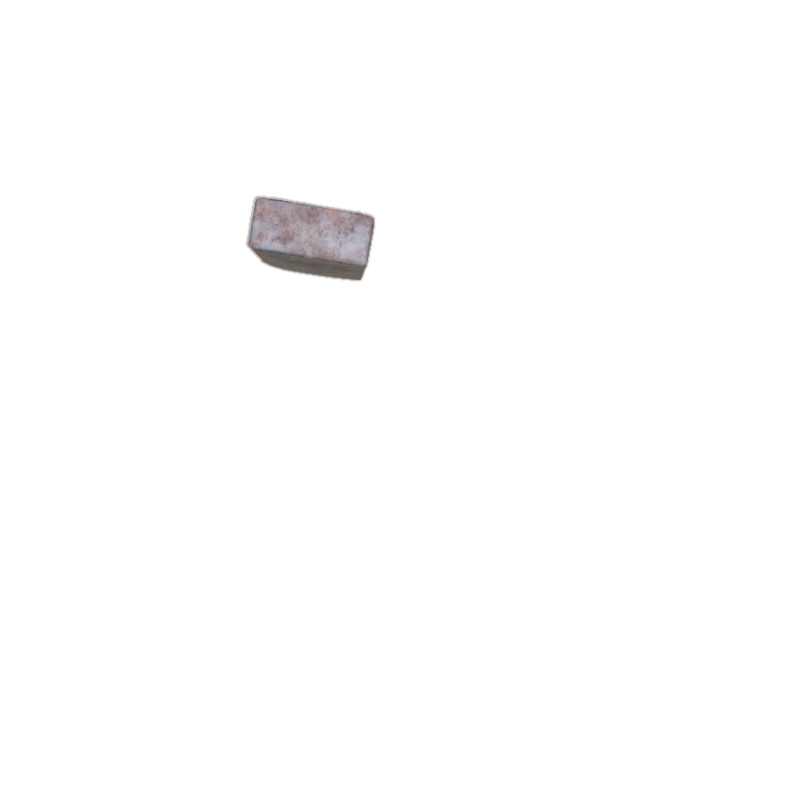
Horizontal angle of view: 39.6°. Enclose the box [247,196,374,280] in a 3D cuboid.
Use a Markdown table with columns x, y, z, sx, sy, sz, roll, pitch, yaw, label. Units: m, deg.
| x | y | z | sx | sy | sz | roll | pitch | yaw | label |
| --- | --- | --- | --- | --- | --- | --- | --- | --- | --- |
| -0.071 | -0.130 | 0.909 | 0.093 | 0.048 | 0.175 | 10 | -1 | -3 | box |
